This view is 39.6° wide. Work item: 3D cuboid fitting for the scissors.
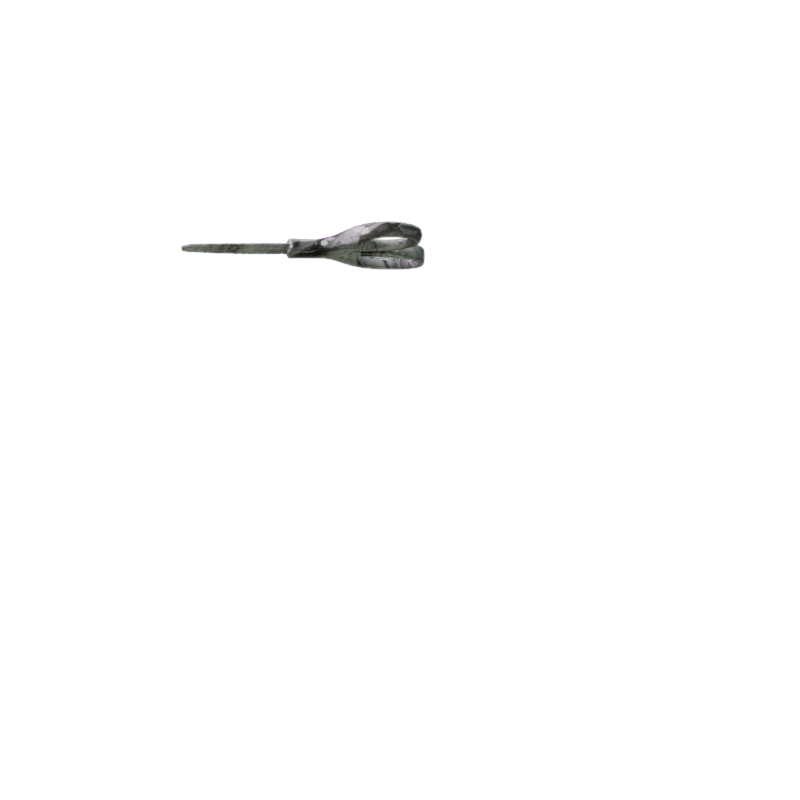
[{"bbox_3d":[-0.071,-0.129,0.901,0.197,0.016,0.095,4,-14,-16],"label":"scissors"}]
